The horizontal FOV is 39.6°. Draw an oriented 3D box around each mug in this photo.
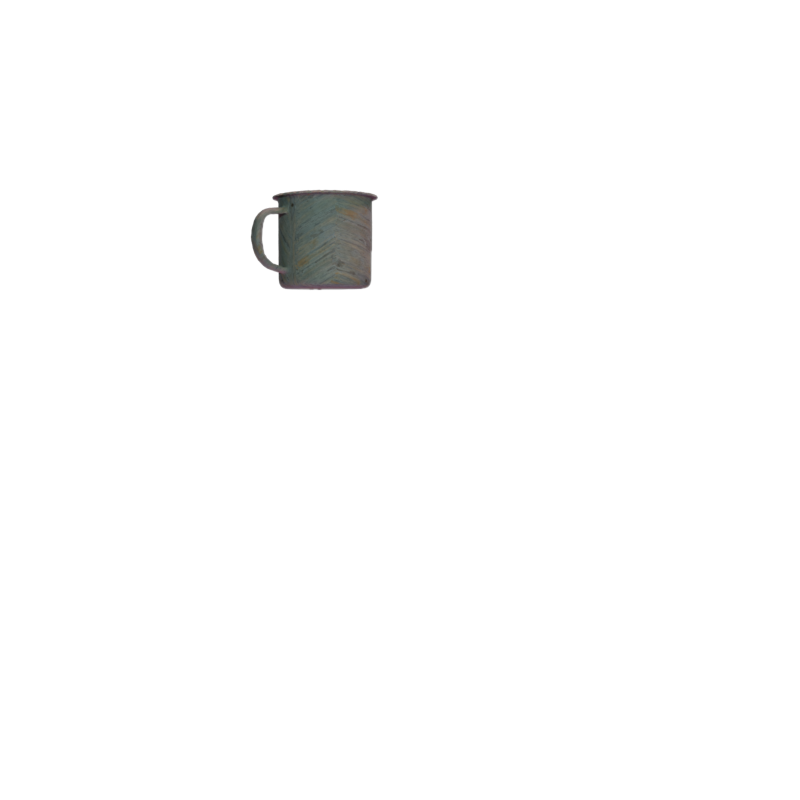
[{"bbox_3d":[-0.076,-0.138,0.966,0.113,0.082,0.096,-1,0,-34],"label":"mug"}]
